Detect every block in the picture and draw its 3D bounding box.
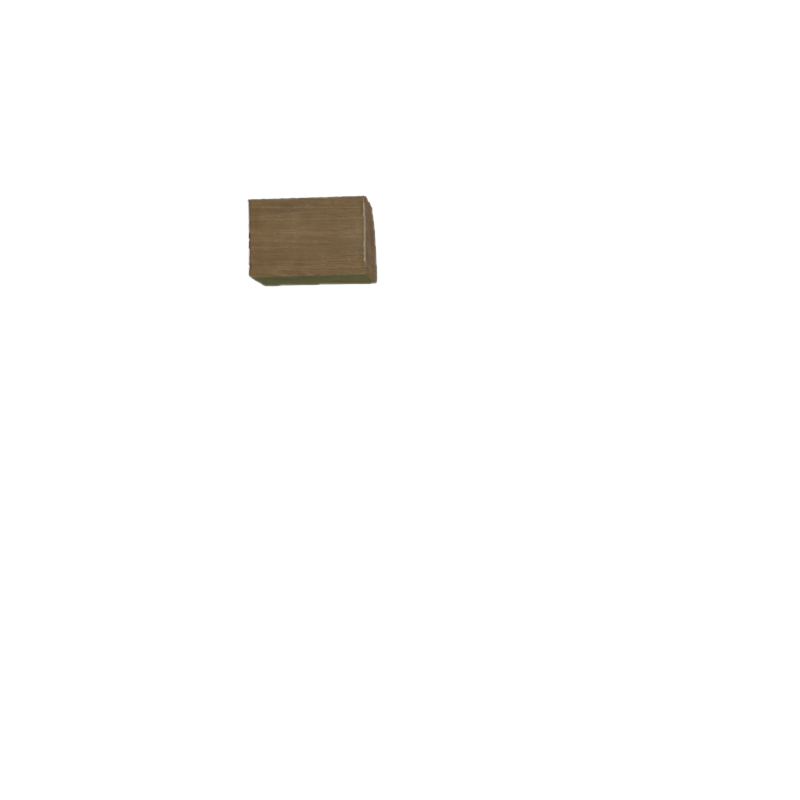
[{"bbox_3d":[-0.056,-0.103,0.718,0.079,0.052,0.051,-1,-5,7],"label":"block"}]
